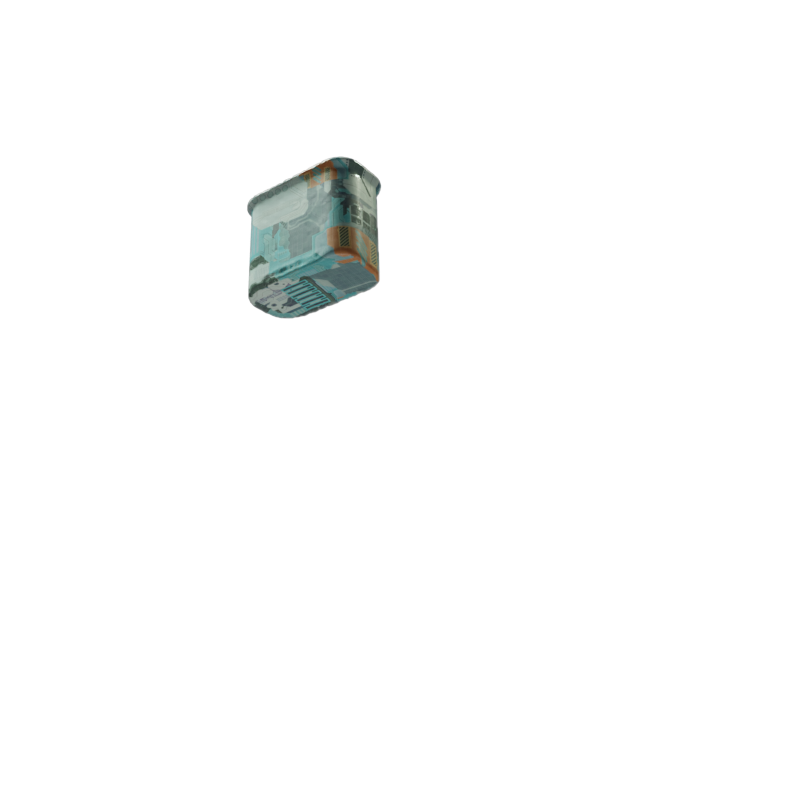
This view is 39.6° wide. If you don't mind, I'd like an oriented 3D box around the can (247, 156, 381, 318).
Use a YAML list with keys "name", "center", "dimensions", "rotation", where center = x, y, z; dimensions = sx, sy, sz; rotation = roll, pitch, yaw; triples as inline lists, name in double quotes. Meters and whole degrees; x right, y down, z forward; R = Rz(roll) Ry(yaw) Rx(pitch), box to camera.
- name: "can"
  center: [-0.063, -0.114, 0.802]
  dimensions: [0.103, 0.089, 0.053]
  rotation: [-21, -37, 30]
